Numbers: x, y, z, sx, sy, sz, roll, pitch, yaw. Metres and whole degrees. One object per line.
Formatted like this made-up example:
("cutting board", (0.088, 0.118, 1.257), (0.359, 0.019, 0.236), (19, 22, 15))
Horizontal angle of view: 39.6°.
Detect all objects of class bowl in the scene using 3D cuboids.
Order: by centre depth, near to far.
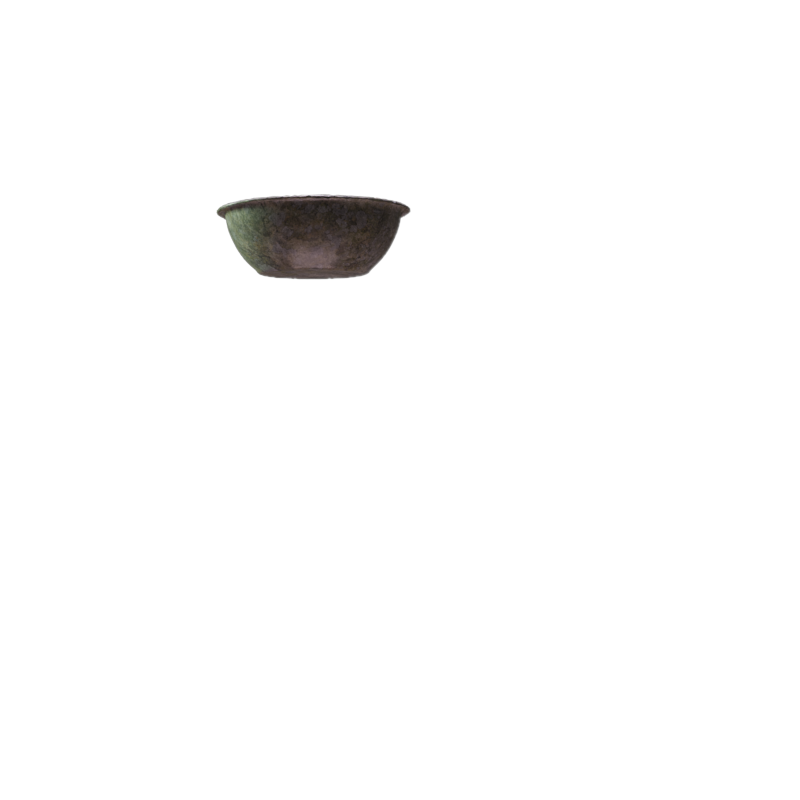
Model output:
("bowl", (-0.072, -0.132, 0.923), (0.162, 0.056, 0.161), (0, 0, -2))
